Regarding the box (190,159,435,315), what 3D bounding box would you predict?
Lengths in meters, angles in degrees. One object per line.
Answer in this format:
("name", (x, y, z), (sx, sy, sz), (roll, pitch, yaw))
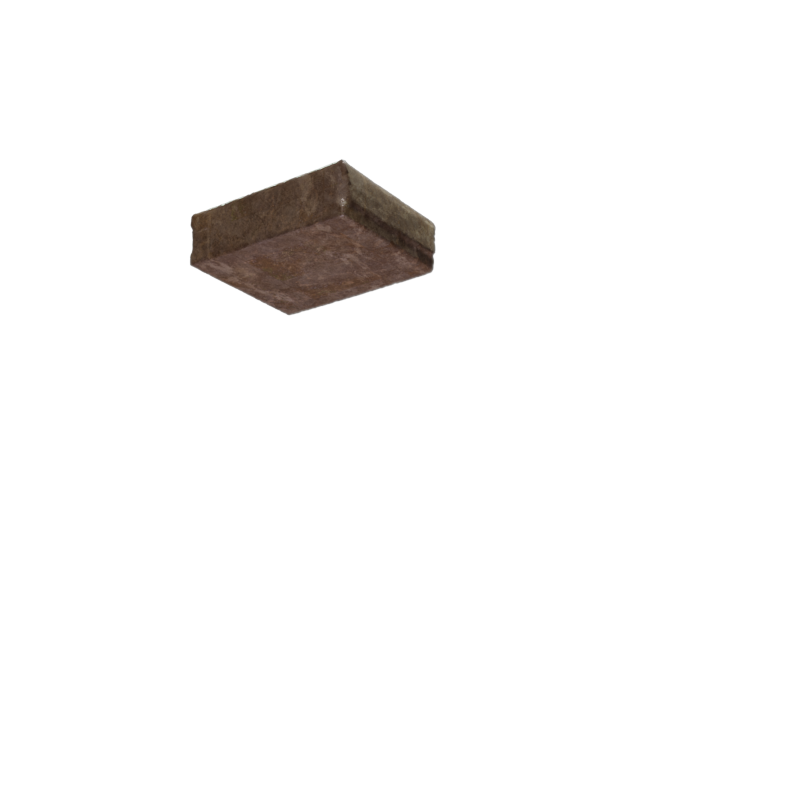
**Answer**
("box", (-0.040, -0.073, 0.508), (0.091, 0.032, 0.068), (-14, -25, 33))
